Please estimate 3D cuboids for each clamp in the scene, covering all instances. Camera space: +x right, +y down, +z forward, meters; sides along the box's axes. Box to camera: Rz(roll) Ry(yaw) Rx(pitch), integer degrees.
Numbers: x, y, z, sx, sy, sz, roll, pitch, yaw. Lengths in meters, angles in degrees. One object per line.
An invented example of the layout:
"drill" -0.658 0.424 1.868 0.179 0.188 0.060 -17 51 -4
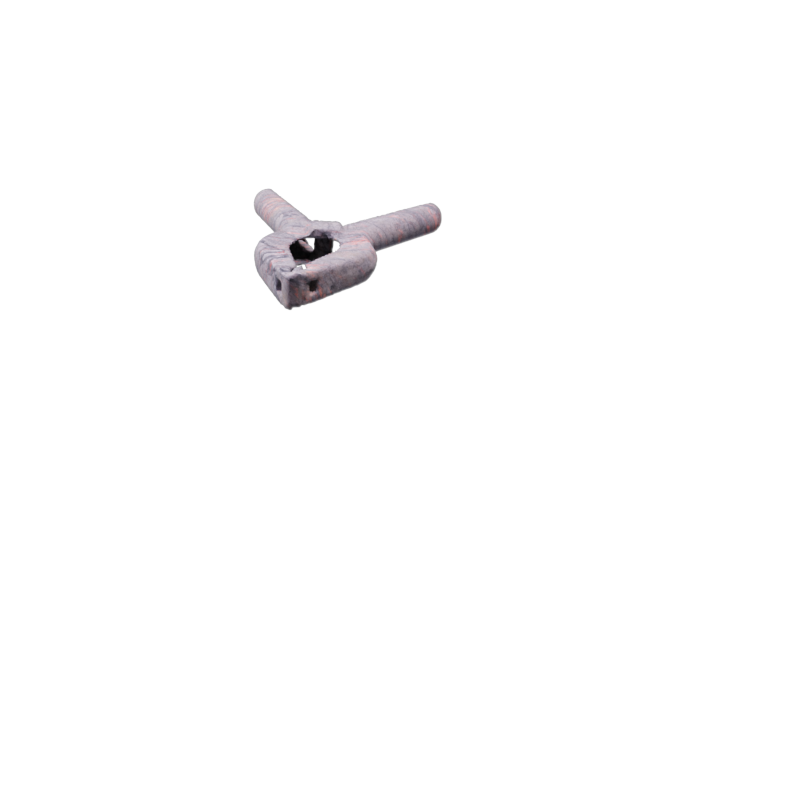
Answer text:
"clamp" -0.070 -0.127 0.889 0.169 0.035 0.215 8 28 16
